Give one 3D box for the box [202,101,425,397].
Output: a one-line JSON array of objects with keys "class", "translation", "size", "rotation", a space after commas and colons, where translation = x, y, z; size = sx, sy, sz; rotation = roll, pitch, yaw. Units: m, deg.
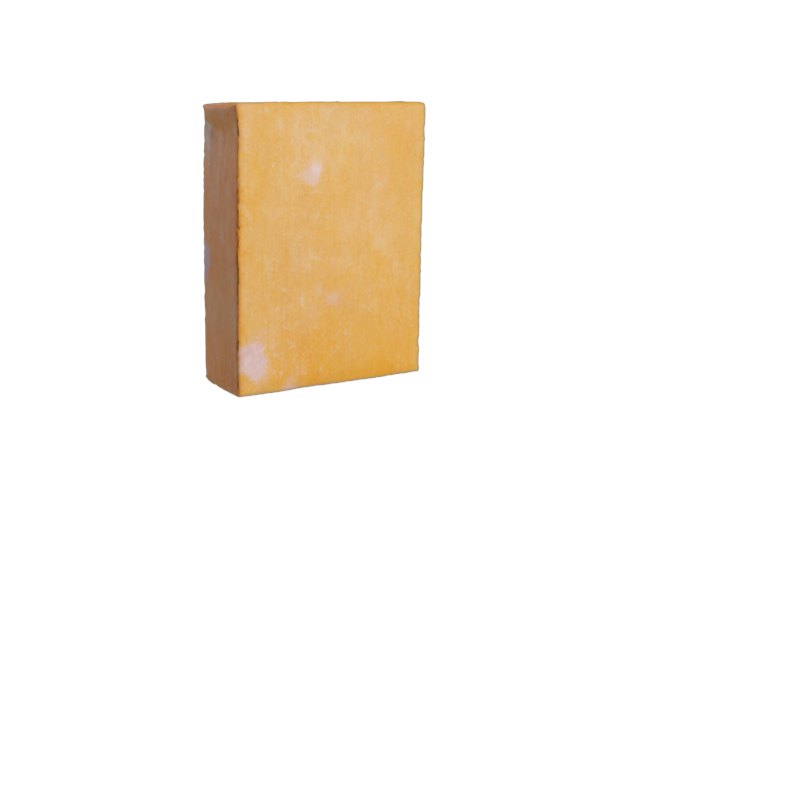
[{"class": "box", "translation": [-0.067, -0.121, 0.851], "size": [0.159, 0.210, 0.075], "rotation": [-6, 11, -32]}]
